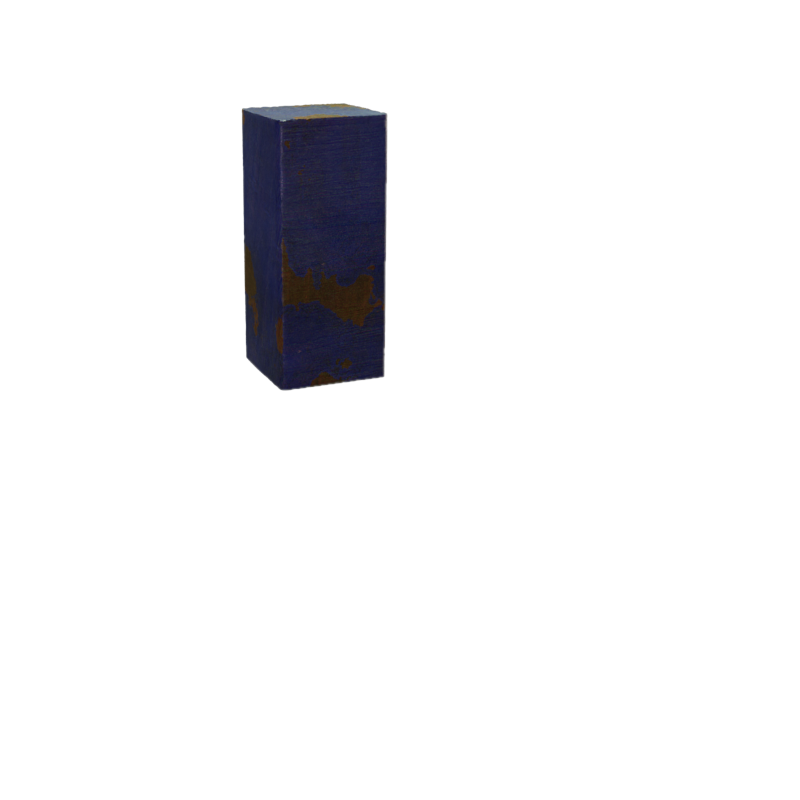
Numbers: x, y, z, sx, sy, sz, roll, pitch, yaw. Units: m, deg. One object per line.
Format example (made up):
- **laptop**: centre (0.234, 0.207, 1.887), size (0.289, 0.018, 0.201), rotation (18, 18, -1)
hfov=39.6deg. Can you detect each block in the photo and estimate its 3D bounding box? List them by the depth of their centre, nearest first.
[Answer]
- **block**: centre (-0.068, -0.124, 0.867), size (0.089, 0.200, 0.095), rotation (-5, 16, -23)
